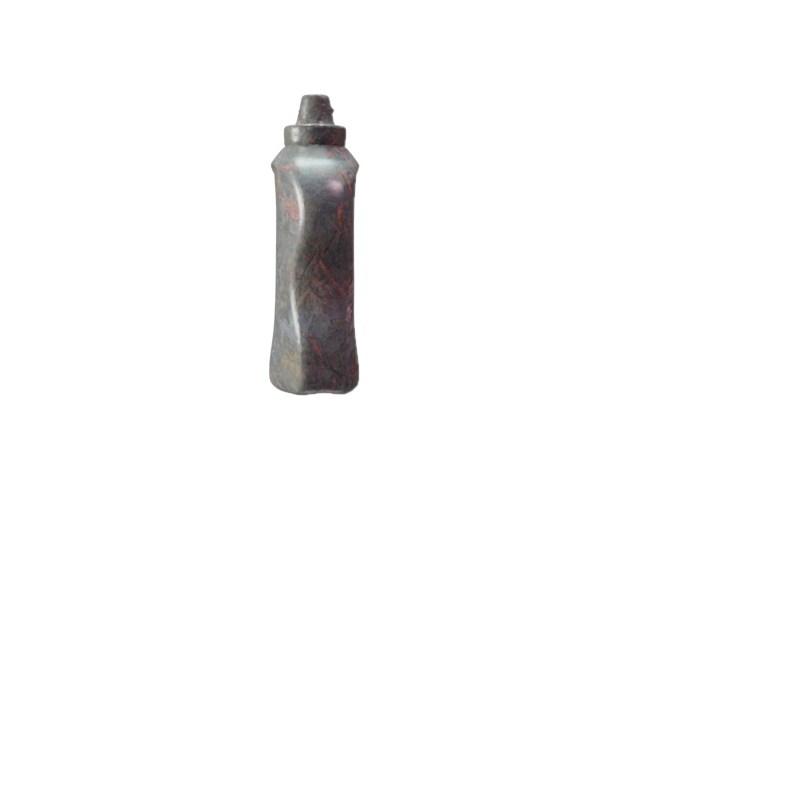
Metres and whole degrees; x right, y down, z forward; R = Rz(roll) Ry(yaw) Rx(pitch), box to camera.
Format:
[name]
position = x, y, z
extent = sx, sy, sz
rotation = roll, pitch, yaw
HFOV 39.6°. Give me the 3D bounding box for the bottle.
[bottle]
position = -0.057, -0.104, 0.728
extent = 0.058, 0.191, 0.097
rotation = 0, 2, -9
